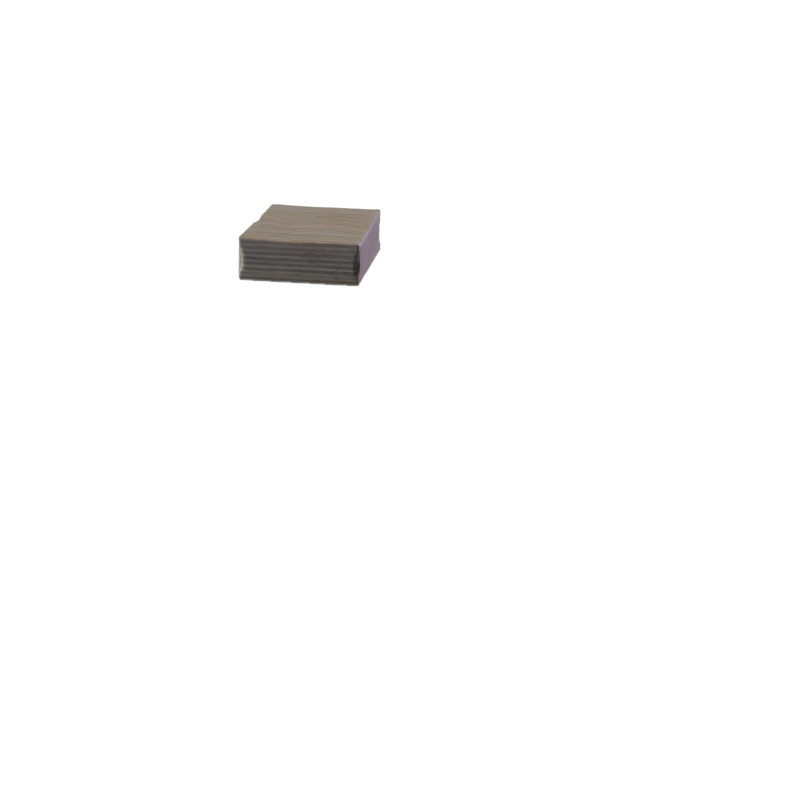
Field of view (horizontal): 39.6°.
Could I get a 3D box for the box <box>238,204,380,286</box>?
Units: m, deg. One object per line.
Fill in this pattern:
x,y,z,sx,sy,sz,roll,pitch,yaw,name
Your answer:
-0.054,-0.098,0.685,0.074,0.029,0.092,4,22,9,box
